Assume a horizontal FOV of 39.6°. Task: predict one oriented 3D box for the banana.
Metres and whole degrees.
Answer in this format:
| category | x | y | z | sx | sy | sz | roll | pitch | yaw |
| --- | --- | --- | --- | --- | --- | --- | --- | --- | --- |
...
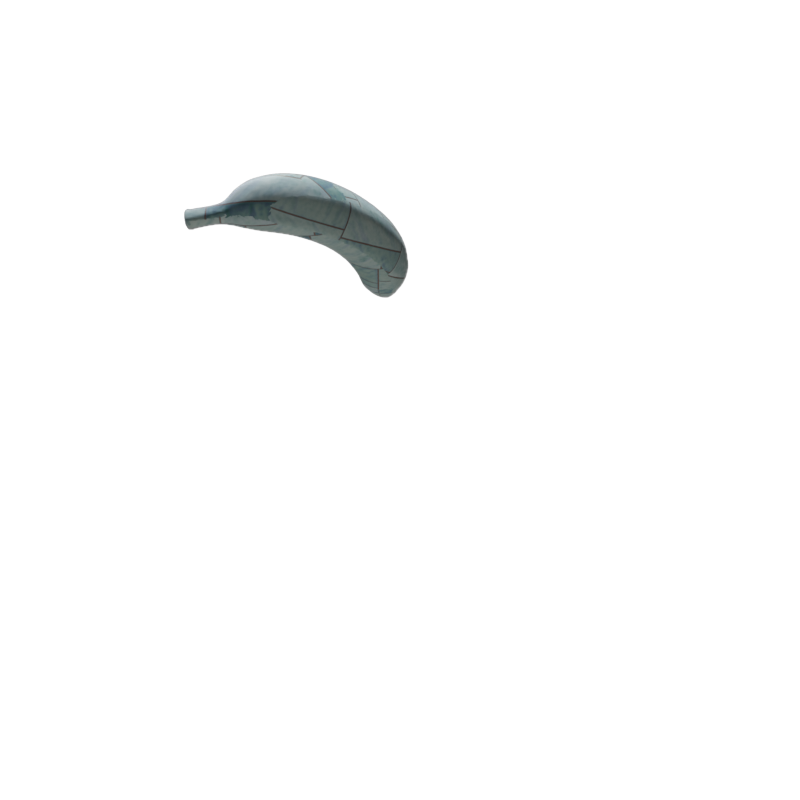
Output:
| category | x | y | z | sx | sy | sz | roll | pitch | yaw |
| --- | --- | --- | --- | --- | --- | --- | --- | --- | --- |
| banana | -0.042 | -0.104 | 0.690 | 0.071 | 0.038 | 0.186 | -12 | -18 | 36 |
